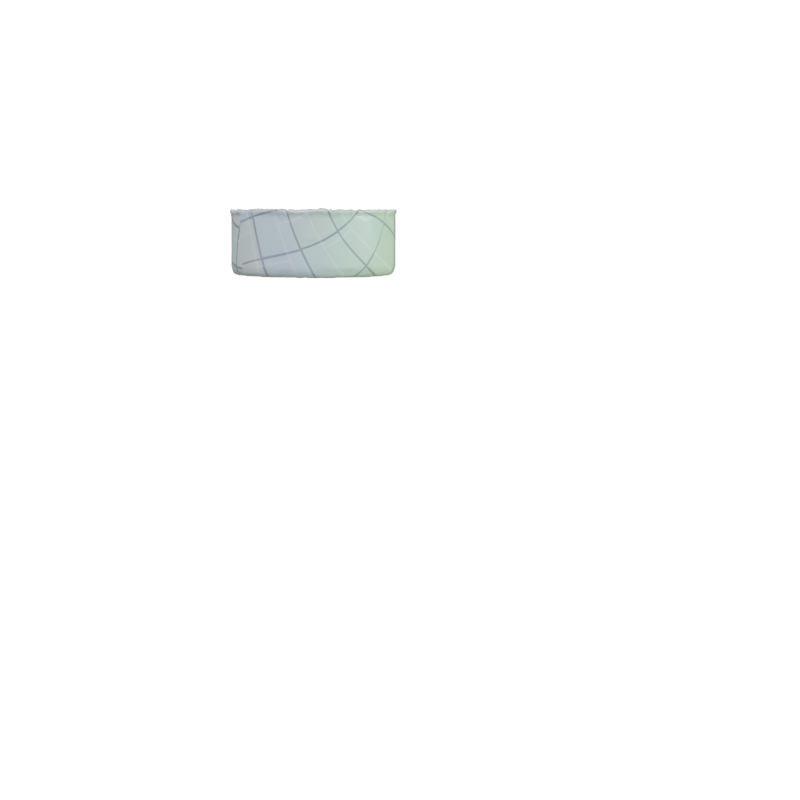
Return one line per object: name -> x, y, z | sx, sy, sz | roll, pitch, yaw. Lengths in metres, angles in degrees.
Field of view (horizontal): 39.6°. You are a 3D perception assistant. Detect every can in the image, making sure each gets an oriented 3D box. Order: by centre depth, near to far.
can -> -0.045, -0.081, 0.571 | 0.086, 0.033, 0.087 | 0, 8, -2
